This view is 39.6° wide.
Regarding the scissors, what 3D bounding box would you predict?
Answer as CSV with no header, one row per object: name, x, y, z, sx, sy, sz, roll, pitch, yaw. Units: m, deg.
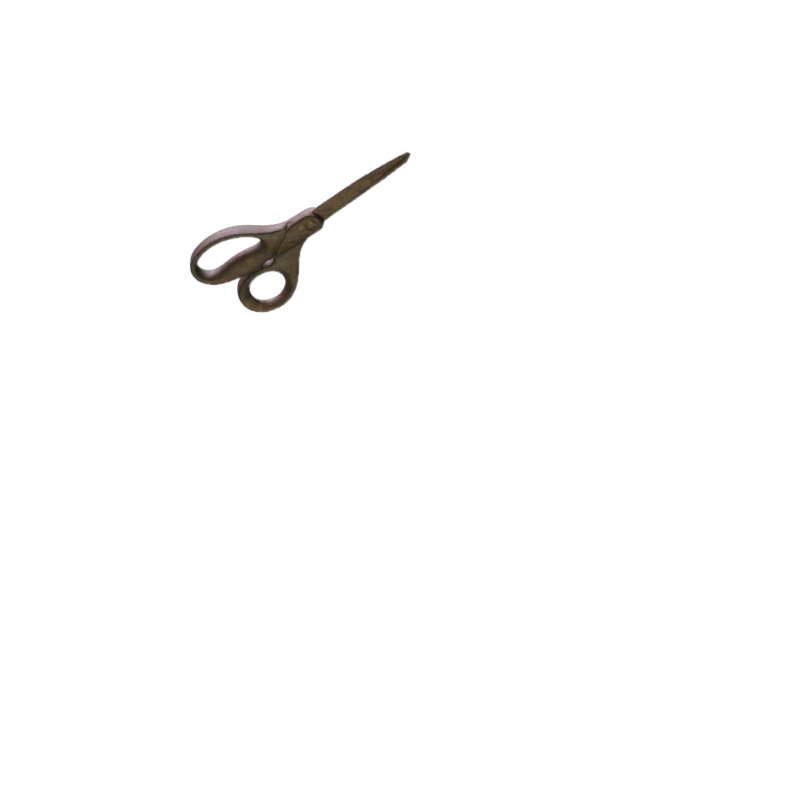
scissors,-0.068,-0.124,0.868,0.203,0.017,0.089,-18,-48,16
